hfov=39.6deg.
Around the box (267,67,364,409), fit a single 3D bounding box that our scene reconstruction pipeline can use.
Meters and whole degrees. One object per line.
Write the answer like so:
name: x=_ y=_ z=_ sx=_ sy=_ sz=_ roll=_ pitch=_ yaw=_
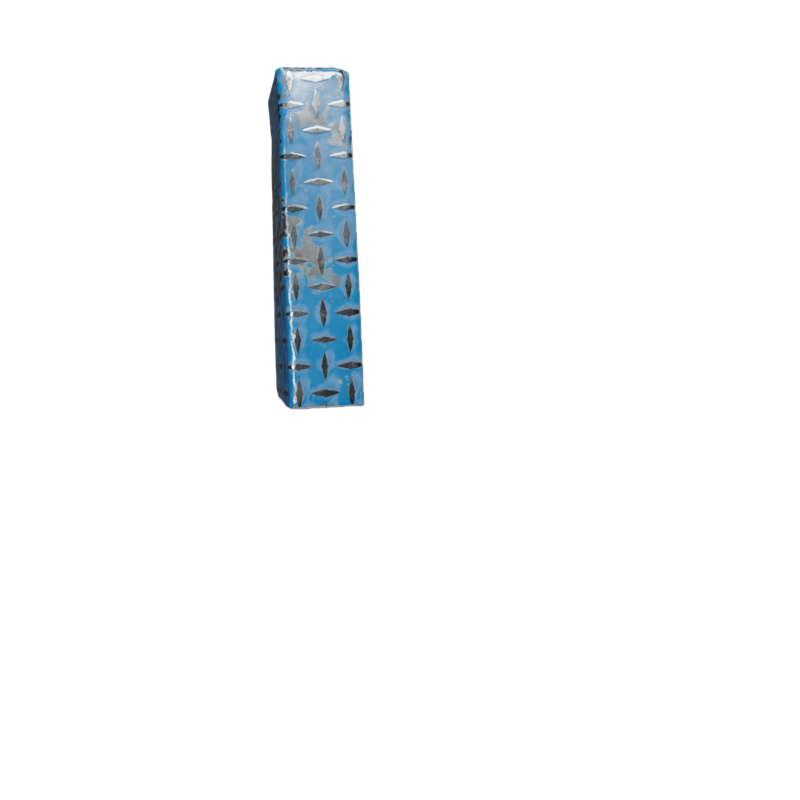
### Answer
box: x=-0.047 y=-0.087 z=0.610 sx=0.048 sy=0.178 sz=0.094 roll=0 pitch=-2 yaw=-9
